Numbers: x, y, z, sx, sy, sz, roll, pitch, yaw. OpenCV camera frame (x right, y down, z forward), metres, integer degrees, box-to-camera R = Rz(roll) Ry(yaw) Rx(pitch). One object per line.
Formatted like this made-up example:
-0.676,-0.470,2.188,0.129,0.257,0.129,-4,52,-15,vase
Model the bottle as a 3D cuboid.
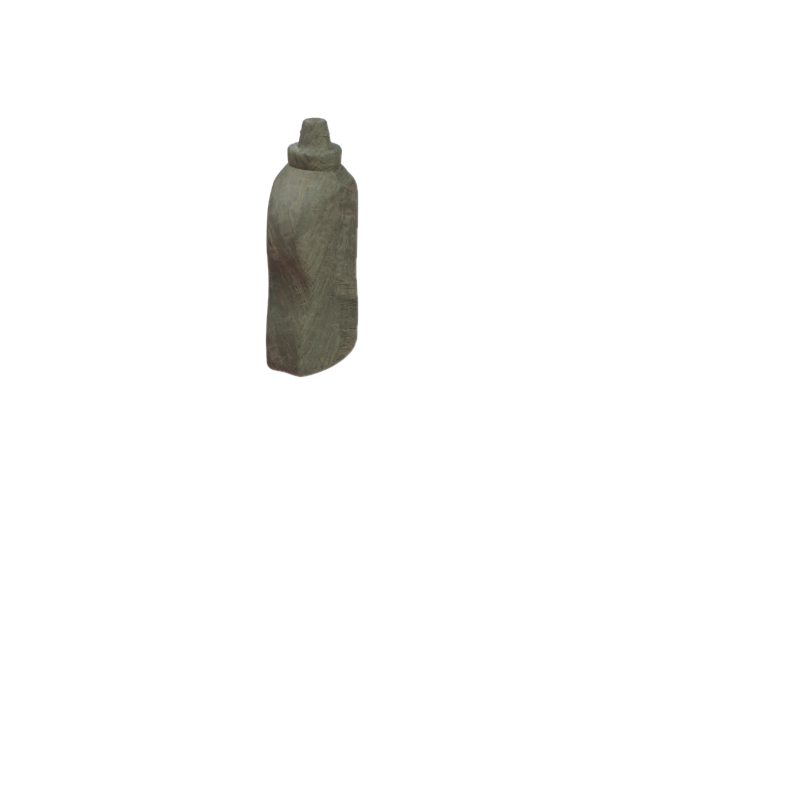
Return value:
-0.066,-0.122,0.853,0.061,0.183,0.096,12,24,27,bottle
